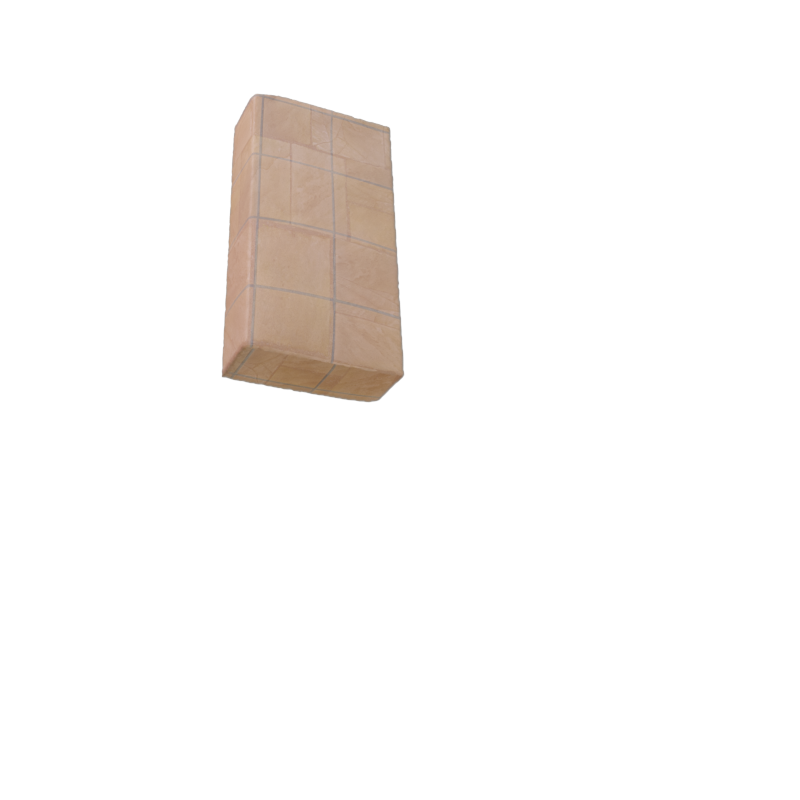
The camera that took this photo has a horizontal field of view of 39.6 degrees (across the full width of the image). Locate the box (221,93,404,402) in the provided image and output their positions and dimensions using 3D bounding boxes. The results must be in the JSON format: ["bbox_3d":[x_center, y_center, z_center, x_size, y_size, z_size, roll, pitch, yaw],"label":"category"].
[{"bbox_3d":[-0.050,-0.091,0.636,0.090,0.188,0.047,10,-33,-21],"label":"box"}]
